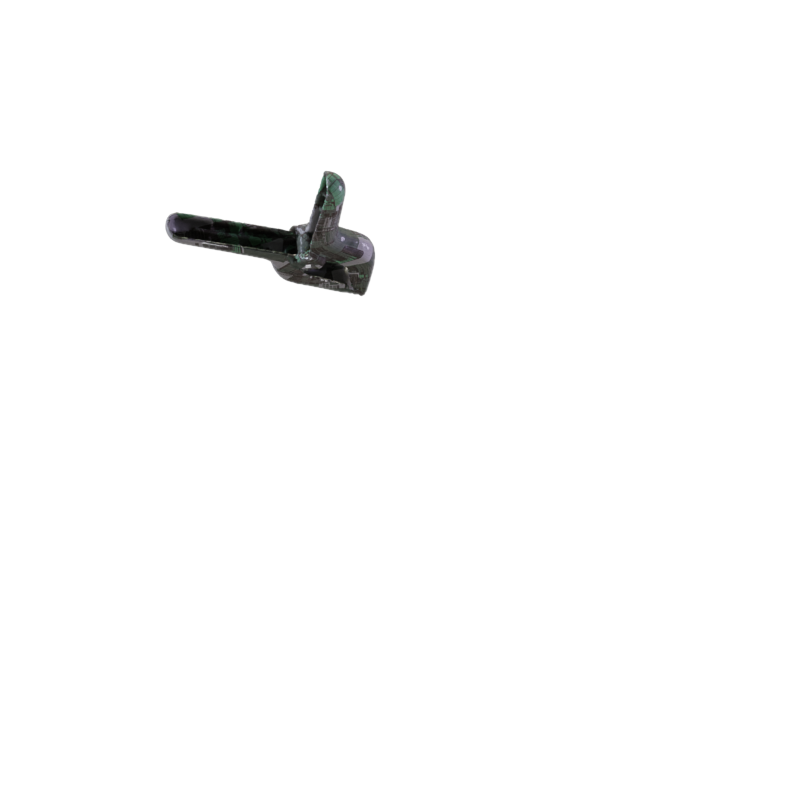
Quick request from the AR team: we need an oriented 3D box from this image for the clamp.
[{"bbox_3d":[-0.075,-0.137,0.957,0.168,0.038,0.197,-11,-20,33],"label":"clamp"}]
